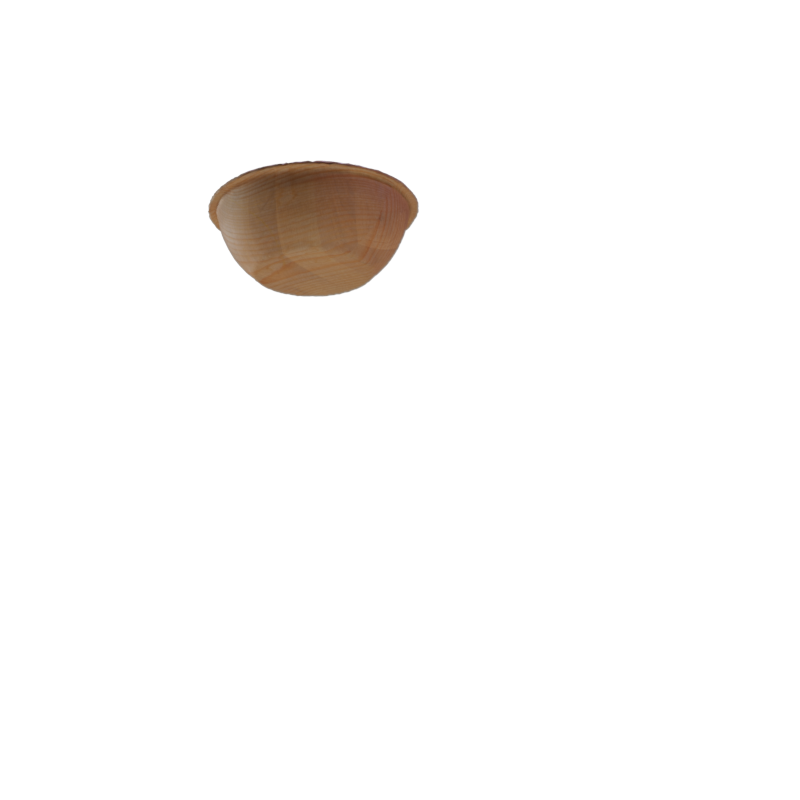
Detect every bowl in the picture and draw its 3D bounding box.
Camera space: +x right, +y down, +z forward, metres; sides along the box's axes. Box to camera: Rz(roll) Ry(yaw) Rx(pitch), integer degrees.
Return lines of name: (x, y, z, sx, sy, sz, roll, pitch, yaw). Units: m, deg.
bowl: (-0.066, -0.120, 0.843, 0.162, 0.058, 0.155, 0, -18, -2)
